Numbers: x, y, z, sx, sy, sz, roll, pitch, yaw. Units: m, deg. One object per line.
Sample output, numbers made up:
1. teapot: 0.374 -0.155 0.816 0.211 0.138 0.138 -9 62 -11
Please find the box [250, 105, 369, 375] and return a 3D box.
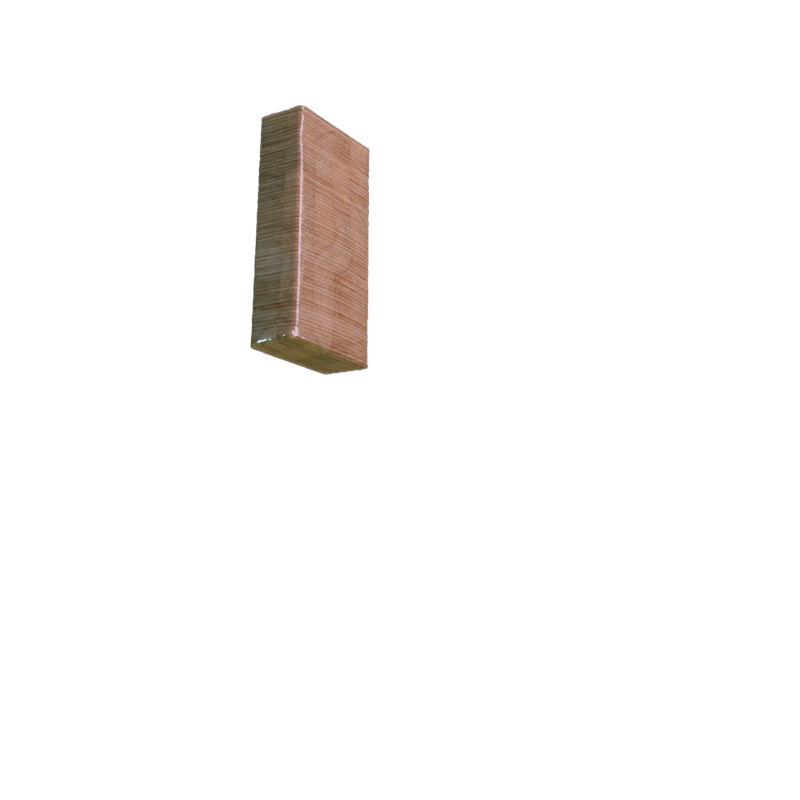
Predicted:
1. box: -0.063 -0.115 0.807 0.049 0.185 0.087 -15 -24 31
